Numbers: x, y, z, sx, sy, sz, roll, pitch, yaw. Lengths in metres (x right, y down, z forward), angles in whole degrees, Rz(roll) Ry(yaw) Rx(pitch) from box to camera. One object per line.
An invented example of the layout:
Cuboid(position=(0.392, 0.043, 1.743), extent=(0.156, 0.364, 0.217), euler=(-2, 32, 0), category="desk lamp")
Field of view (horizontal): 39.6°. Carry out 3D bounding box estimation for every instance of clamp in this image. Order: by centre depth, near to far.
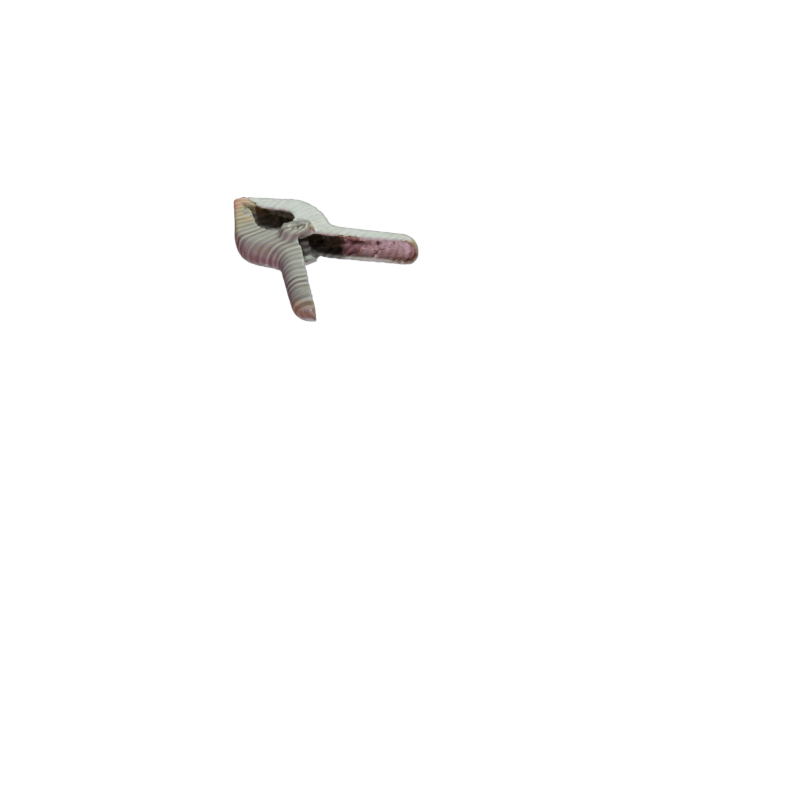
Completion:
Cuboid(position=(-0.071, -0.129, 0.907), extent=(0.119, 0.037, 0.185), euler=(-21, 42, -26), category="clamp")
